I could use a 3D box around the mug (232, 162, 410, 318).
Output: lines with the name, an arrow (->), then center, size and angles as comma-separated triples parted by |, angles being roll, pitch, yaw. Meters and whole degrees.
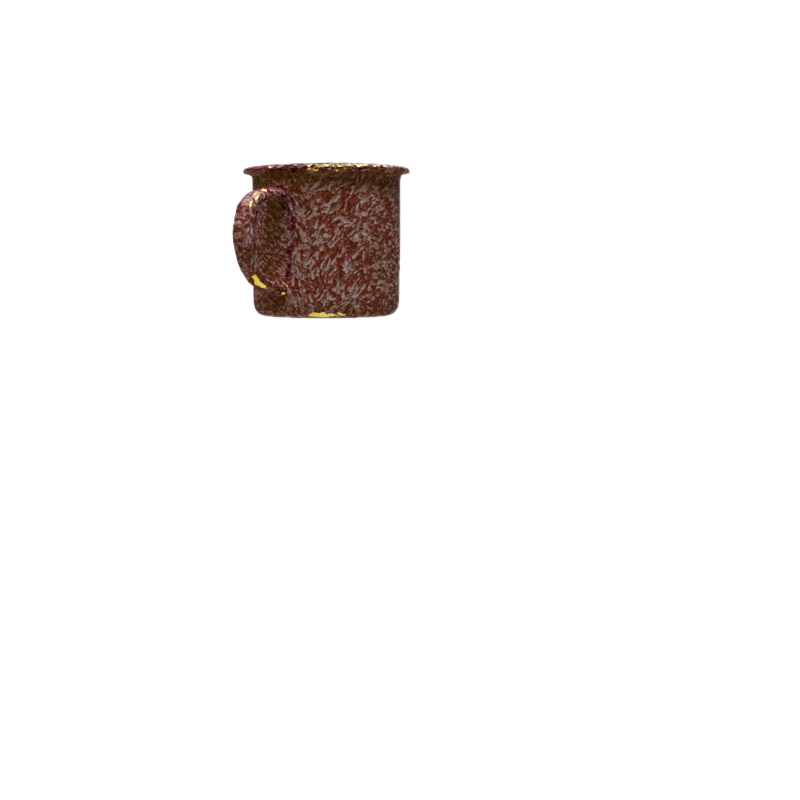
mug -> -0.048, -0.087, 0.609 | 0.097, 0.081, 0.113 | 3, 6, 34
